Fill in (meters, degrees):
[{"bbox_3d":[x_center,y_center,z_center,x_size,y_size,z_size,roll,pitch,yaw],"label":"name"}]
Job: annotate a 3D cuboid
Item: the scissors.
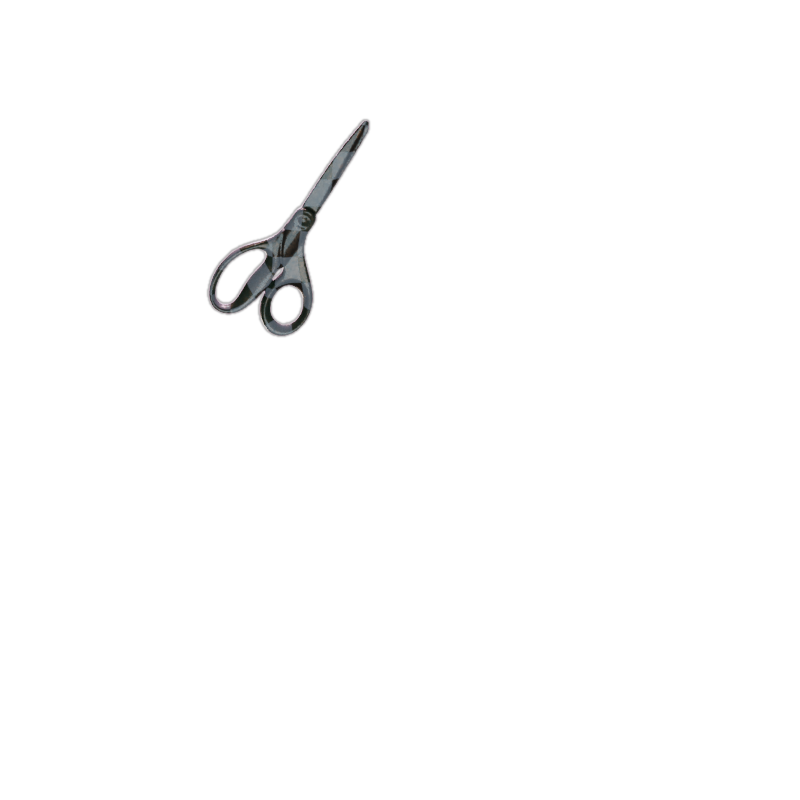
[{"bbox_3d":[-0.072,-0.132,0.924,0.200,0.093,0.016,-40,12,10],"label":"scissors"}]
